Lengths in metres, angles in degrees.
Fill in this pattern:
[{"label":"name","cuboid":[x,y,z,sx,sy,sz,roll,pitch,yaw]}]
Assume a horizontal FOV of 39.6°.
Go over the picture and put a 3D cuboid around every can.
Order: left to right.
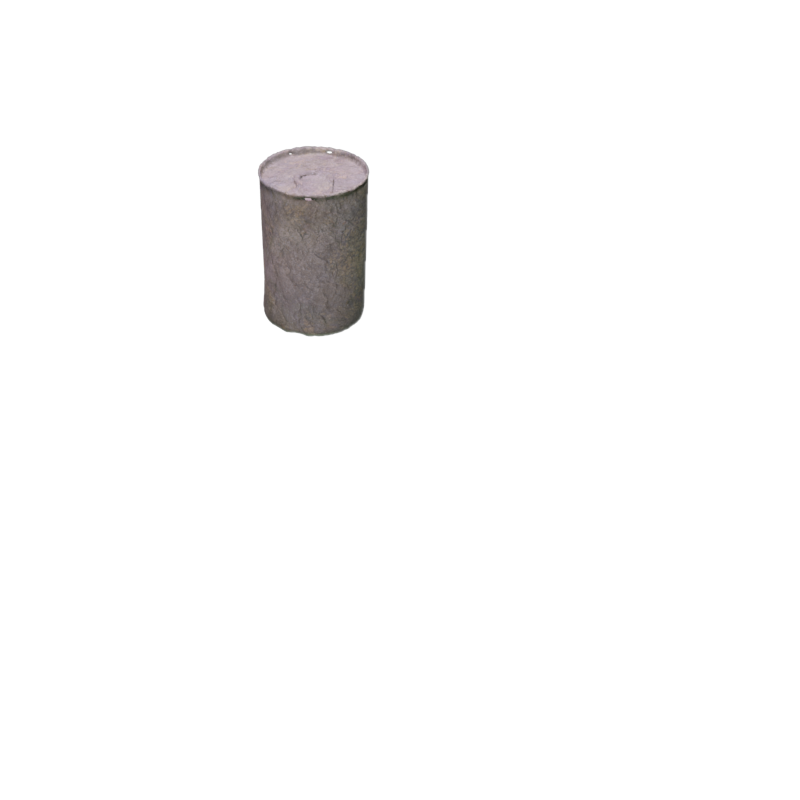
[{"label":"can","cuboid":[-0.055,-0.100,0.700,0.068,0.096,0.073,0,33,-3]}]
